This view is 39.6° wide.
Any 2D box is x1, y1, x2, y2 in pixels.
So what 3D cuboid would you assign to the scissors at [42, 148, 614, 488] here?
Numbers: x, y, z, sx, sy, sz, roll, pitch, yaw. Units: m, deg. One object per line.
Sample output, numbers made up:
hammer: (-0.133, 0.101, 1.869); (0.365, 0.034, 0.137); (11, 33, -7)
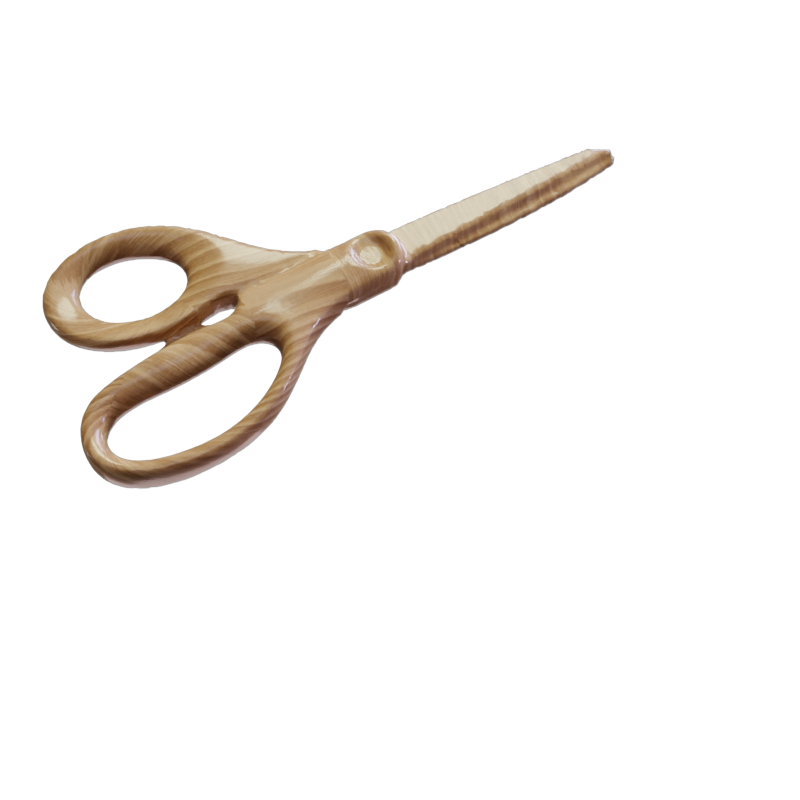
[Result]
scissors: (-0.028, -0.052, 0.362); (0.102, 0.204, 0.015); (37, -27, 23)
